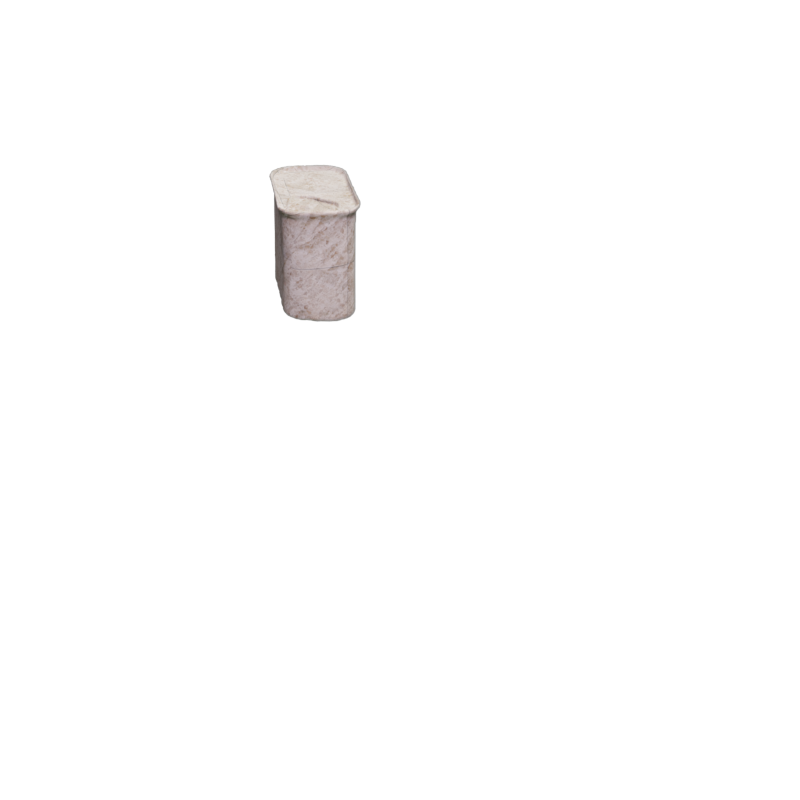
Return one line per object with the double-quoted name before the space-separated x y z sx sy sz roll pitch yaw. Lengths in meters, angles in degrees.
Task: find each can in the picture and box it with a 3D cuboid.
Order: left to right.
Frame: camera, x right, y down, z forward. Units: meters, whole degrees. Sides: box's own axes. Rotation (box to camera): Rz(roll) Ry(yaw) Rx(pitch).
"can" -0.062 -0.114 0.798 0.057 0.079 0.108 -3 26 -9
